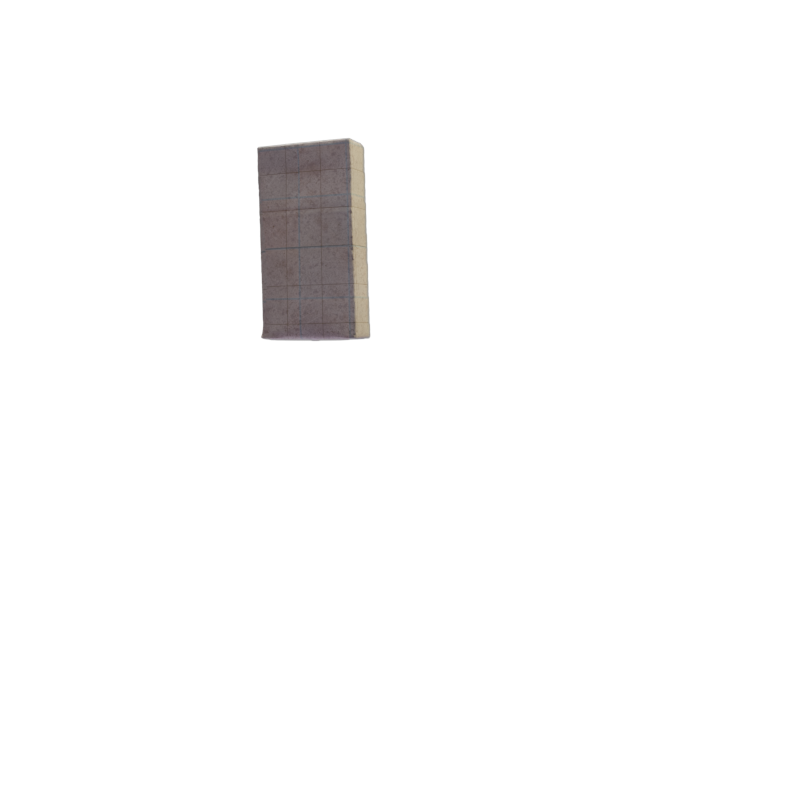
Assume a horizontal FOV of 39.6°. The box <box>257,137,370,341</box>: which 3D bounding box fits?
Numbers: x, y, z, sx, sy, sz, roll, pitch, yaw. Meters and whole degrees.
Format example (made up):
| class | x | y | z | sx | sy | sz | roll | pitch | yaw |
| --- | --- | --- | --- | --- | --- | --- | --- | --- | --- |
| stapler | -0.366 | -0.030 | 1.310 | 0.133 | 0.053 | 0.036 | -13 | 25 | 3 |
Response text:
| class | x | y | z | sx | sy | sz | roll | pitch | yaw |
| --- | --- | --- | --- | --- | --- | --- | --- | --- | --- |
| box | -0.077 | -0.142 | 0.992 | 0.096 | 0.179 | 0.046 | -2 | -6 | 22 |
